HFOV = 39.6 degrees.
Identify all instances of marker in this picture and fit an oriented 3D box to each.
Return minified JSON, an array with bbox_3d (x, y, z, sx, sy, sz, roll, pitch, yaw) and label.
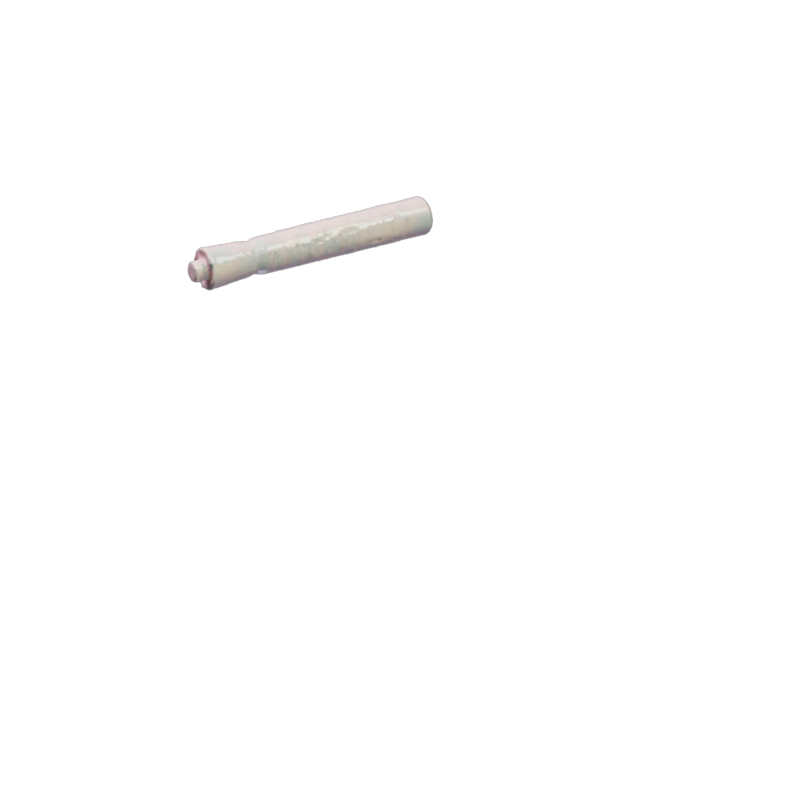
[{"bbox_3d":[-0.039,-0.071,0.495,0.119,0.019,0.020,-19,13,-29],"label":"marker"}]
